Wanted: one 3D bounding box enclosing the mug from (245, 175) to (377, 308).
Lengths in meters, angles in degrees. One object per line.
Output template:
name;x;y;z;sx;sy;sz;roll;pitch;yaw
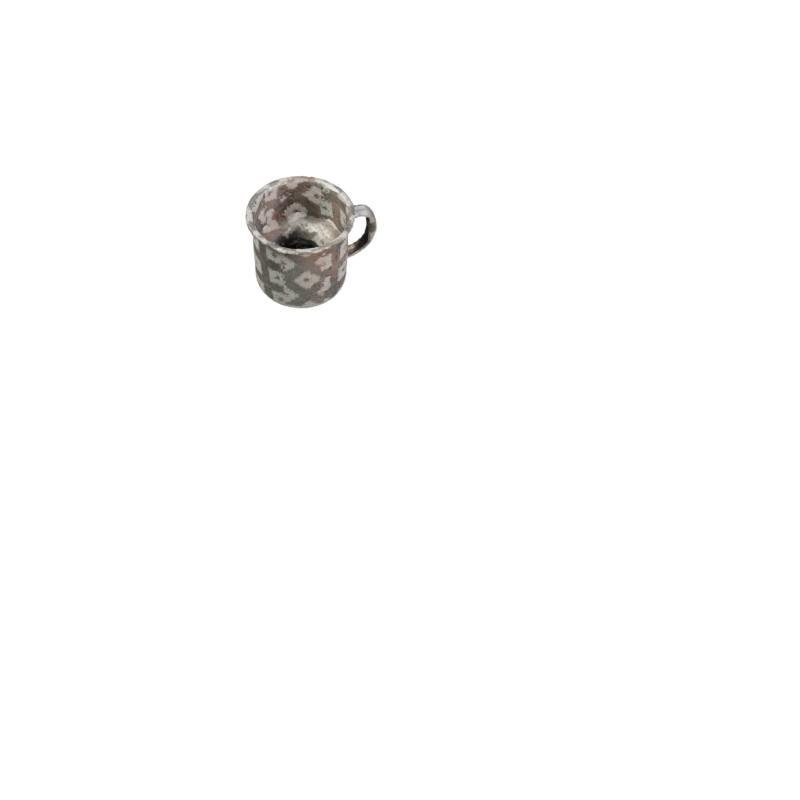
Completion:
mug;-0.076;-0.138;0.969;0.116;0.101;0.076;-19;-36;-16
